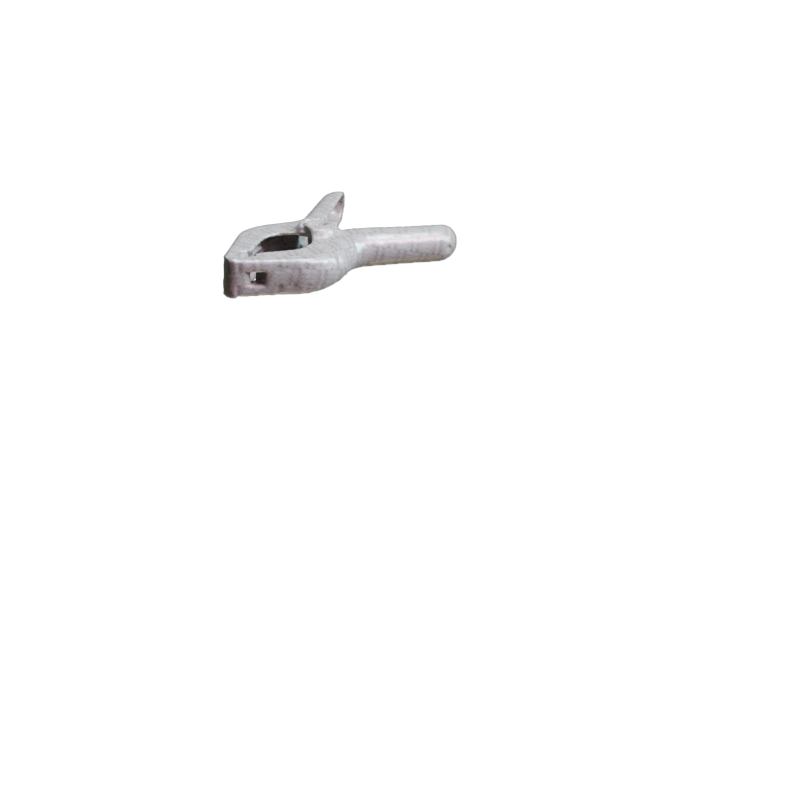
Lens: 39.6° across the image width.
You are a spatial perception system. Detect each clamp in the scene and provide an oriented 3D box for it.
[{"bbox_3d":[-0.060,-0.109,0.763,0.168,0.038,0.128,-16,27,-36],"label":"clamp"}]
